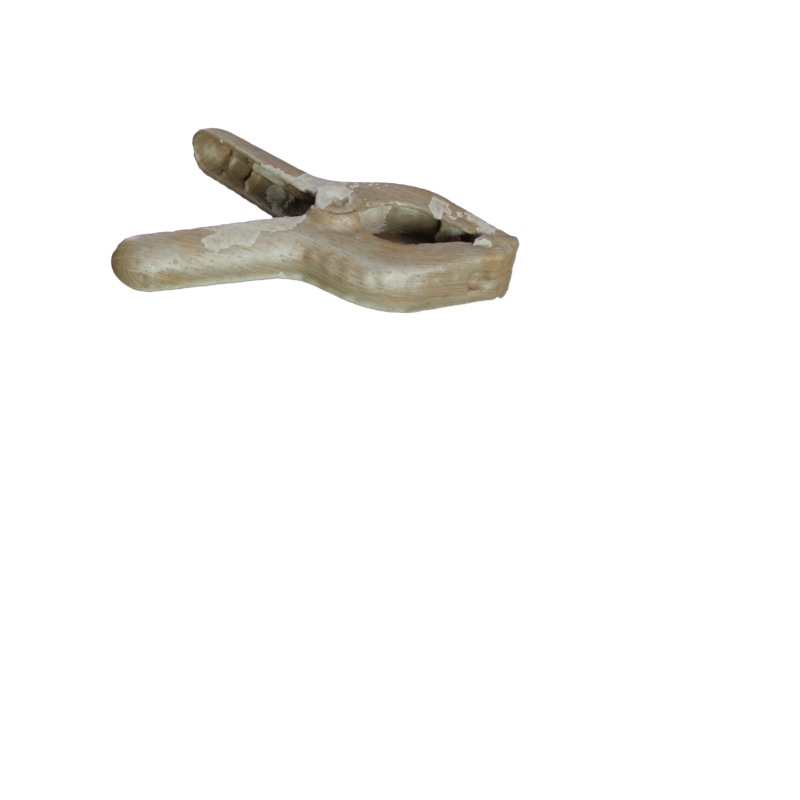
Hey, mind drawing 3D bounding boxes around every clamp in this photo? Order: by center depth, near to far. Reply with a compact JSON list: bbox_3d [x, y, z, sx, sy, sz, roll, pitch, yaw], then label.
[{"bbox_3d":[-0.038,-0.070,0.490,0.177,0.036,0.125,15,46,15],"label":"clamp"}]
